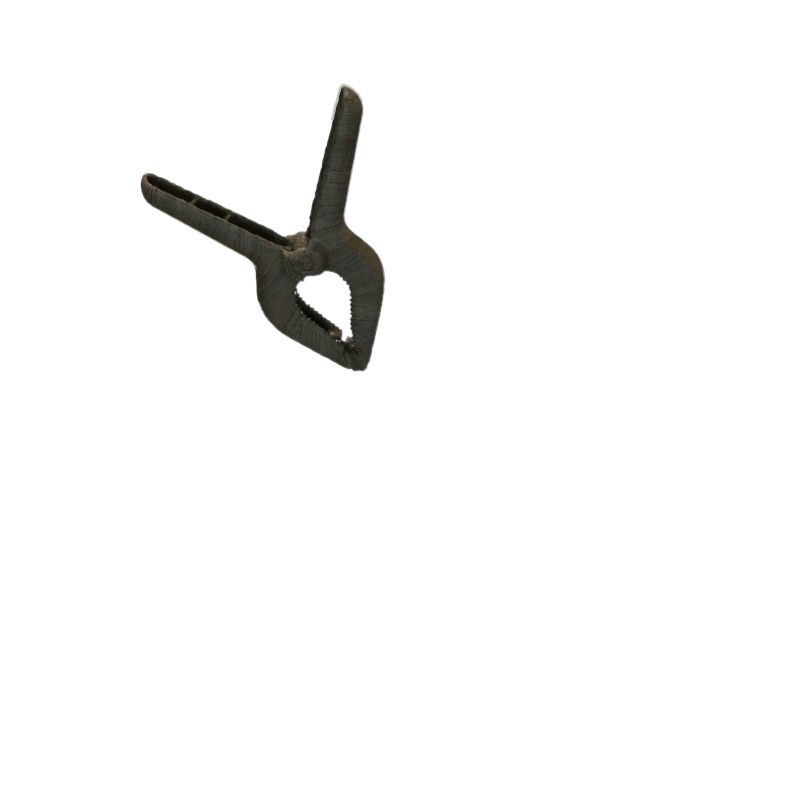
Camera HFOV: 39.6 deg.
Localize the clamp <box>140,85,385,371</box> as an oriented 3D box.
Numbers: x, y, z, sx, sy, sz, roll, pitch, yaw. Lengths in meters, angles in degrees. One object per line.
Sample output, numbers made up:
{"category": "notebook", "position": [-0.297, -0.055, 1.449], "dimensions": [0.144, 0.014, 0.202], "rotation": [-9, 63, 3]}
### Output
{"category": "clamp", "position": [-0.062, -0.113, 0.791], "dimensions": [0.164, 0.198, 0.038], "rotation": [-28, 24, 13]}
